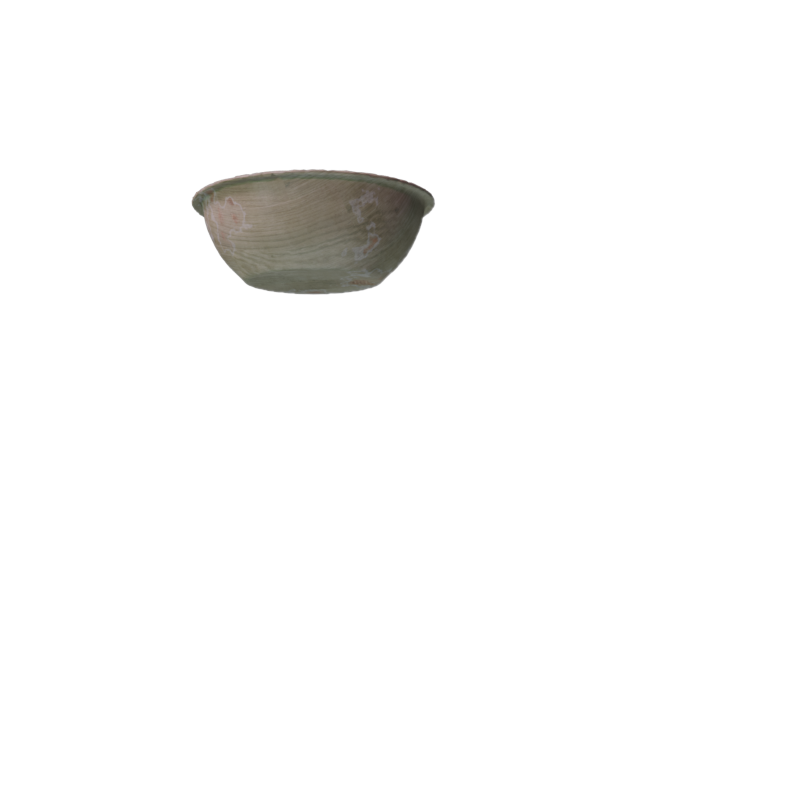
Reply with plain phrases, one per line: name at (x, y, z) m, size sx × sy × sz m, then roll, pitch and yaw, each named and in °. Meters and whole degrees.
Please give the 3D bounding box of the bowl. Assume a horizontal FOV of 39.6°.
bowl at (-0.057, -0.105, 0.732) m, size 0.162 × 0.056 × 0.159 m, roll 0°, pitch -6°, yaw -2°
